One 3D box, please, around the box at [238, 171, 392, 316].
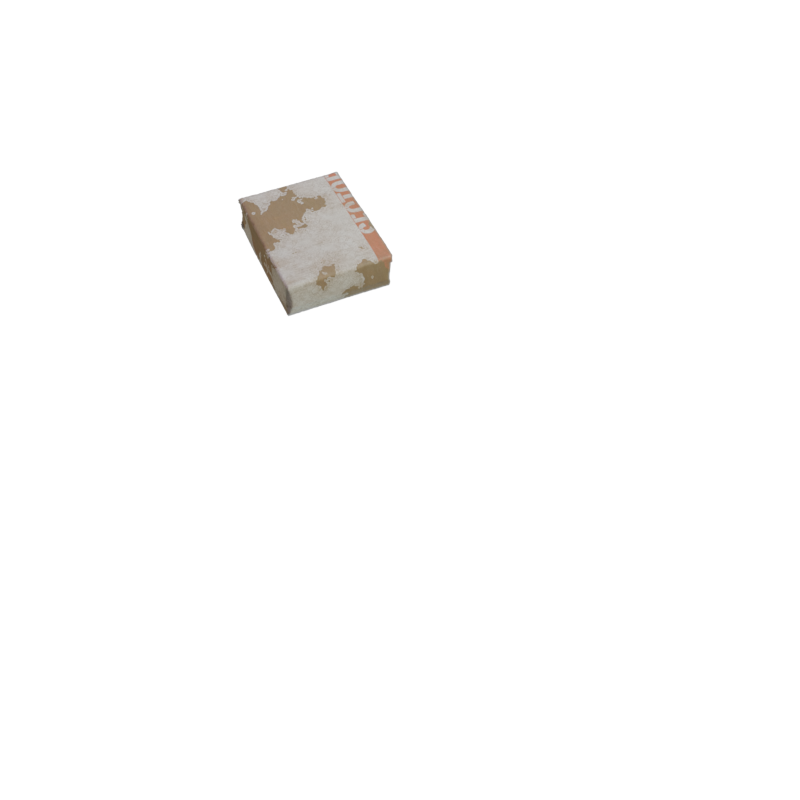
[{"bbox_3d":[-0.070,-0.128,0.896,0.089,0.036,0.123,-18,49,-17],"label":"box"}]
